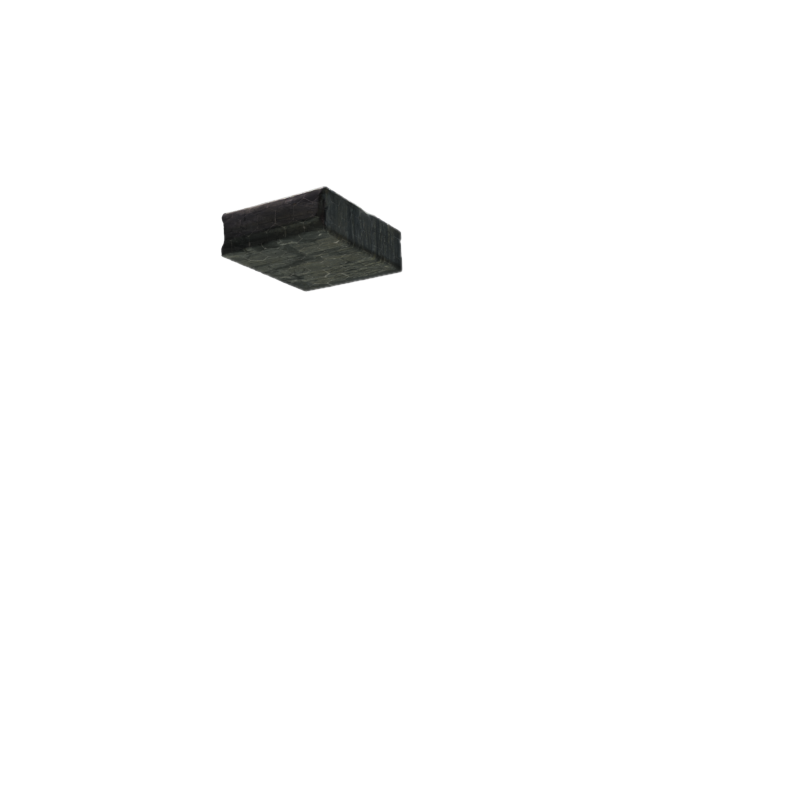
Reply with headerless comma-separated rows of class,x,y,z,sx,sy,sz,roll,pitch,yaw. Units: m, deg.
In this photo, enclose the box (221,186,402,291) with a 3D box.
box,-0.052,-0.094,0.660,0.075,0.031,0.084,-9,-17,31
